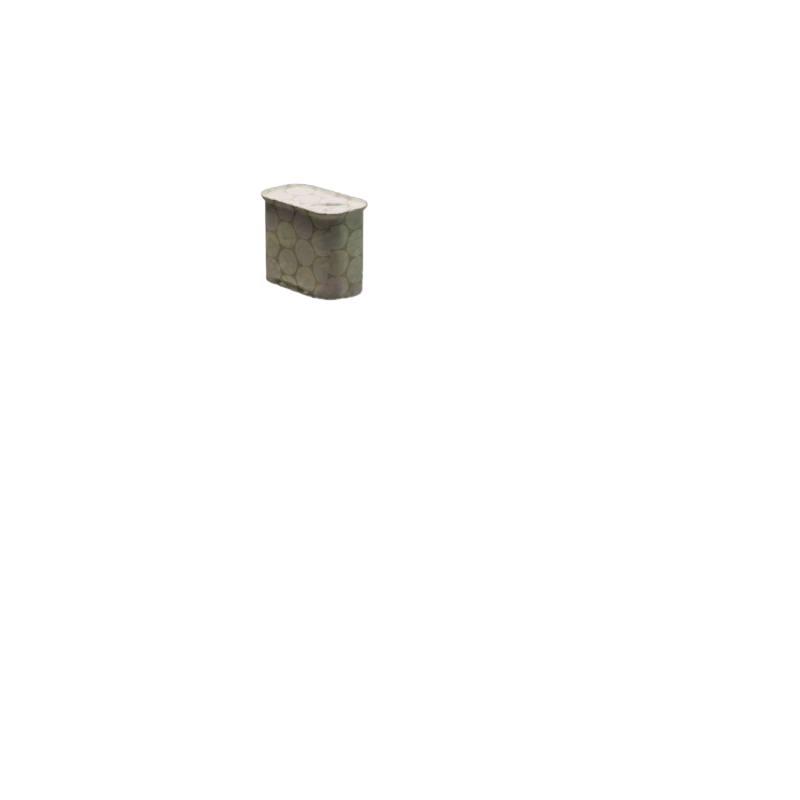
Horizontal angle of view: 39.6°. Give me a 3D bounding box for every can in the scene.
[{"bbox_3d":[-0.078,-0.143,0.999,0.056,0.080,0.108,-18,28,-41],"label":"can"}]
